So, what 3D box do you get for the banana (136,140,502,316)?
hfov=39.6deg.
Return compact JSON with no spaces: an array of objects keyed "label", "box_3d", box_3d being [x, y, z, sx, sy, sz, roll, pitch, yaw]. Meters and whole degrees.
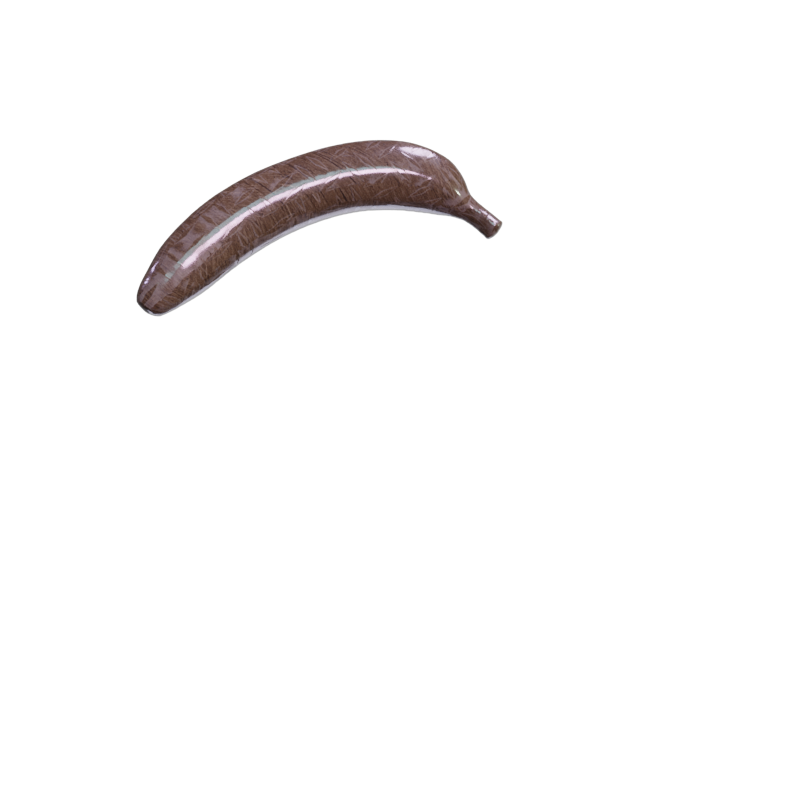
[{"label":"banana","box_3d":[-0.047,-0.099,0.586,0.196,0.075,0.034,-15,-30,-10]}]
